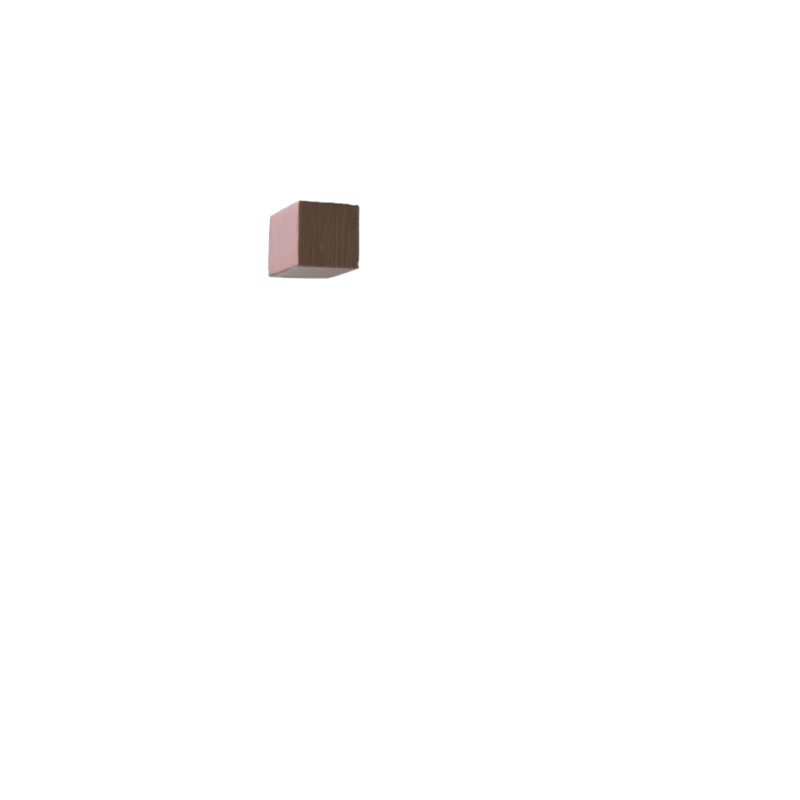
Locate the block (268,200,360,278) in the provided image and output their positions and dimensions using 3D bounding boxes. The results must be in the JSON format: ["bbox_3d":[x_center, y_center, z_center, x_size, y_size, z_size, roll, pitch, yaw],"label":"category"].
[{"bbox_3d":[-0.070,-0.127,0.890,0.051,0.052,0.079,2,-4,-23],"label":"block"}]
